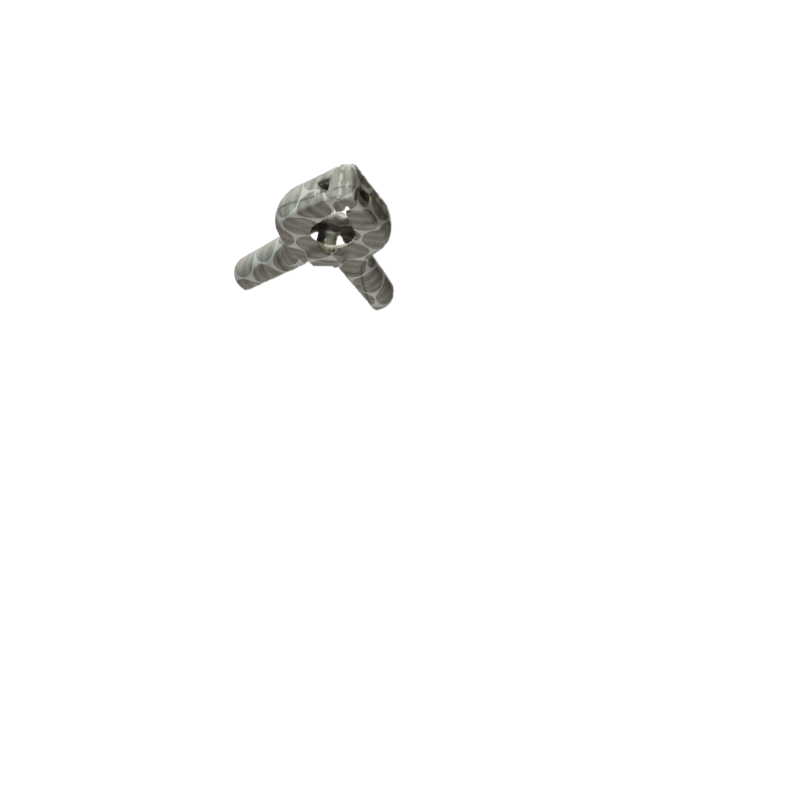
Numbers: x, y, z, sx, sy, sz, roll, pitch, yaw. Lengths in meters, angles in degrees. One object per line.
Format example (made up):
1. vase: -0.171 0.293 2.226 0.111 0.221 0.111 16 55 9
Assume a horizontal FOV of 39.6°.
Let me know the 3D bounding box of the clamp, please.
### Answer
1. clamp: -0.061 -0.111 0.779 0.120 0.042 0.162 1 -25 -2
